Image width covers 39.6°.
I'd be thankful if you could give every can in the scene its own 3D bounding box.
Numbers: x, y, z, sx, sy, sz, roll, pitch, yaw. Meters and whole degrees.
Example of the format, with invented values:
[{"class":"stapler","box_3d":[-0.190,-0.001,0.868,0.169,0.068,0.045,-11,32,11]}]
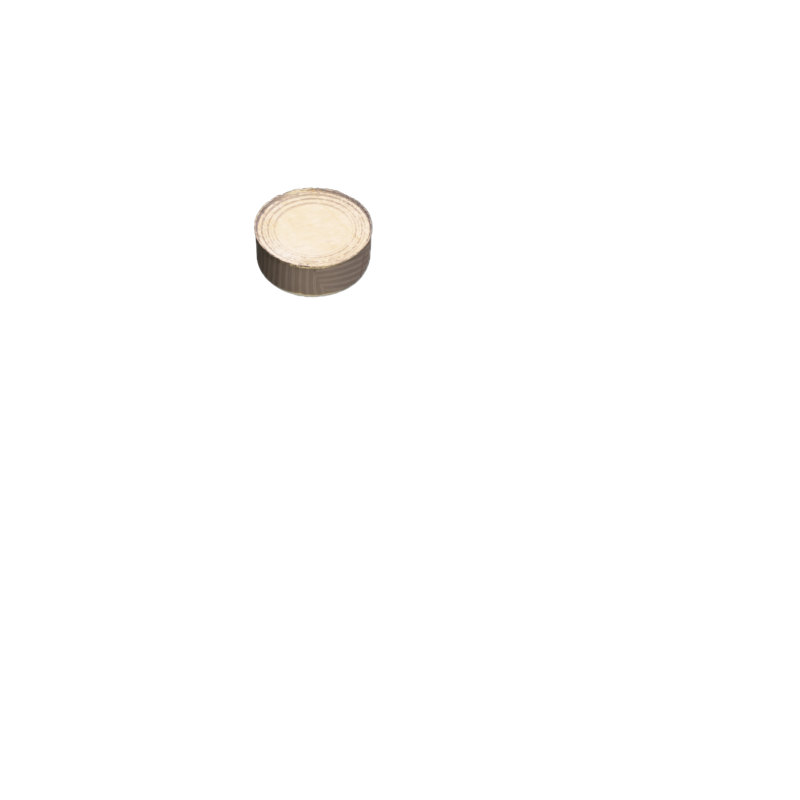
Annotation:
[{"class":"can","box_3d":[-0.063,-0.116,0.811,0.086,0.092,0.031,-1,-43,-1]}]
